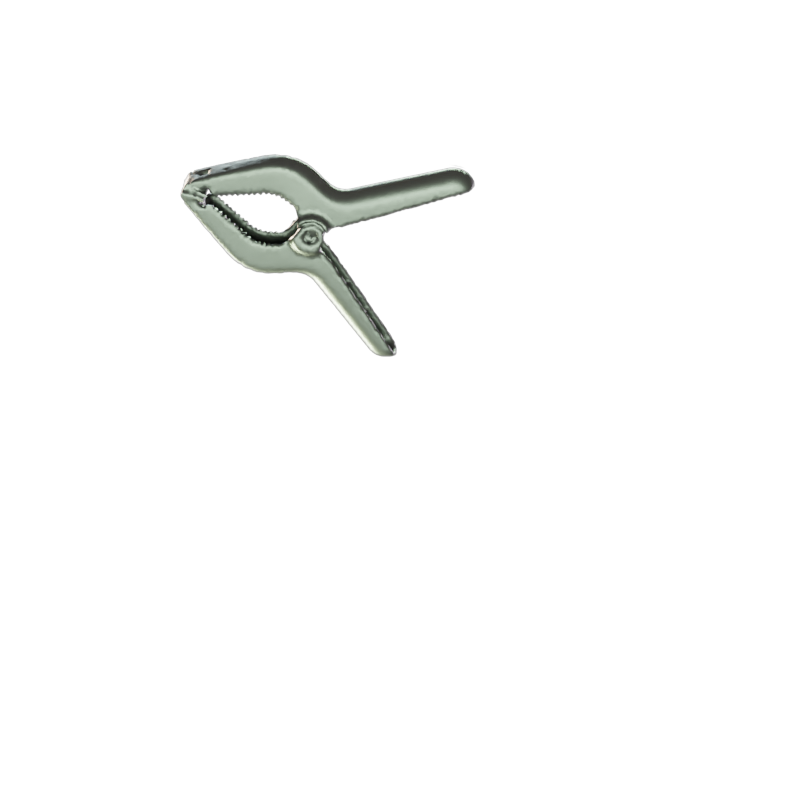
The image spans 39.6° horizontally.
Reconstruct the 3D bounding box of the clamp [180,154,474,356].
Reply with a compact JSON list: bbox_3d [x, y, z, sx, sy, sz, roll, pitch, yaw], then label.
[{"bbox_3d":[-0.066,-0.120,0.841,0.208,0.158,0.038,13,24,-6],"label":"clamp"}]
